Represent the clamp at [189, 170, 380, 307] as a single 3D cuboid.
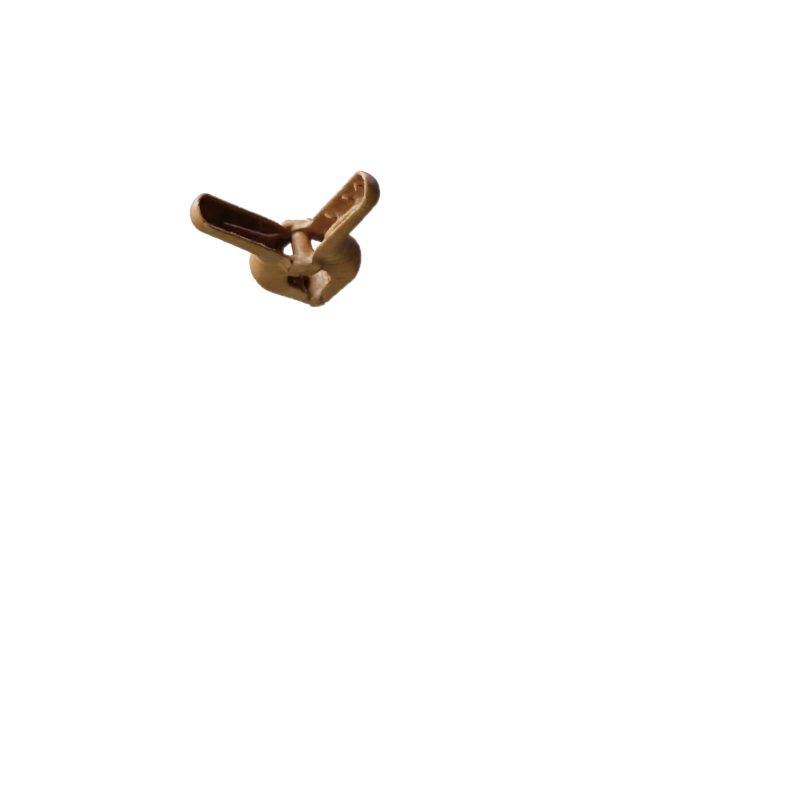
[{"bbox_3d":[-0.059,-0.108,0.758,0.122,0.041,0.162,-4,-14,13],"label":"clamp"}]
